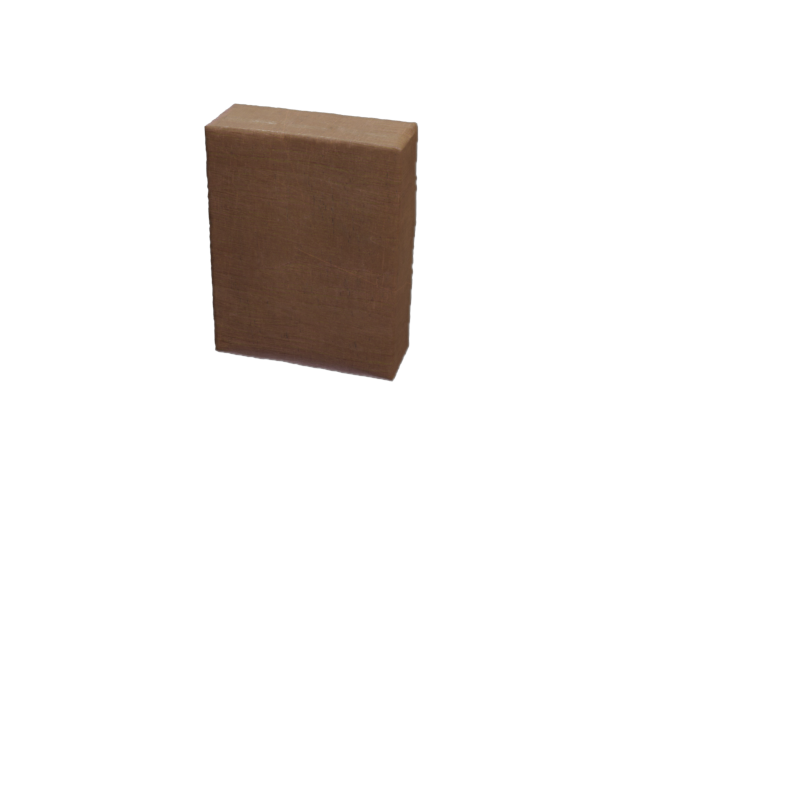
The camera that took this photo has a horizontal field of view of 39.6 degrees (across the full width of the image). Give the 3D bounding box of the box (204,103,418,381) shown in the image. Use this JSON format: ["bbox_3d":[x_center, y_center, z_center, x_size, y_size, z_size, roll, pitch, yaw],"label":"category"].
[{"bbox_3d":[-0.073,-0.133,0.931,0.168,0.202,0.074,10,29,14],"label":"box"}]
